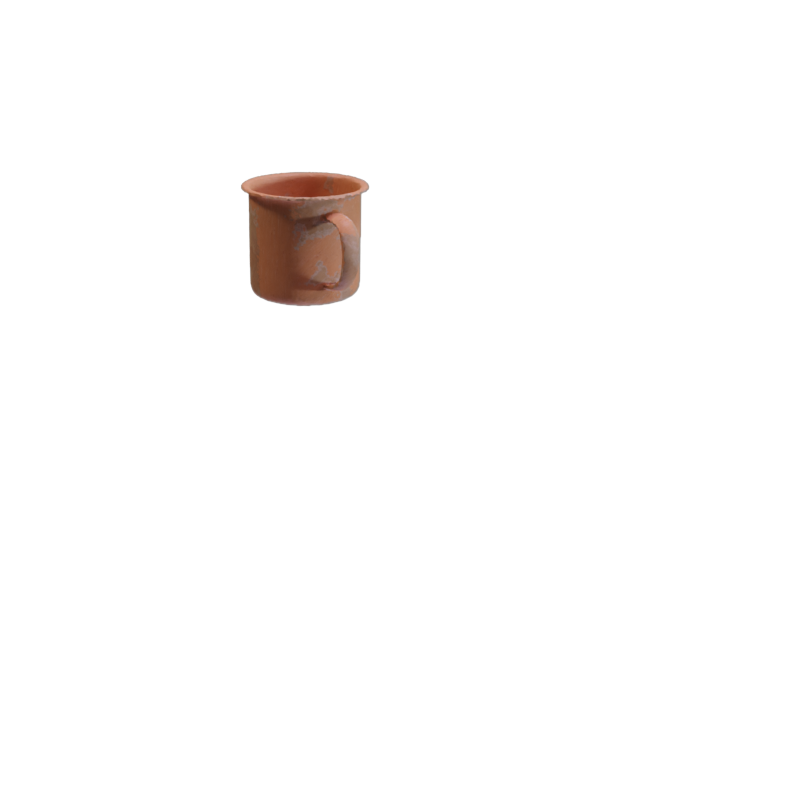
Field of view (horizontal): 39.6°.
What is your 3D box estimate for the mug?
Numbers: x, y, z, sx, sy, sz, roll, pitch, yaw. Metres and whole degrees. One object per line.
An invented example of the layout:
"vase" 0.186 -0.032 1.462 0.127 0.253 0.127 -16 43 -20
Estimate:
"mug" -0.063 -0.115 0.803 0.091 0.078 0.125 -12 23 -31
